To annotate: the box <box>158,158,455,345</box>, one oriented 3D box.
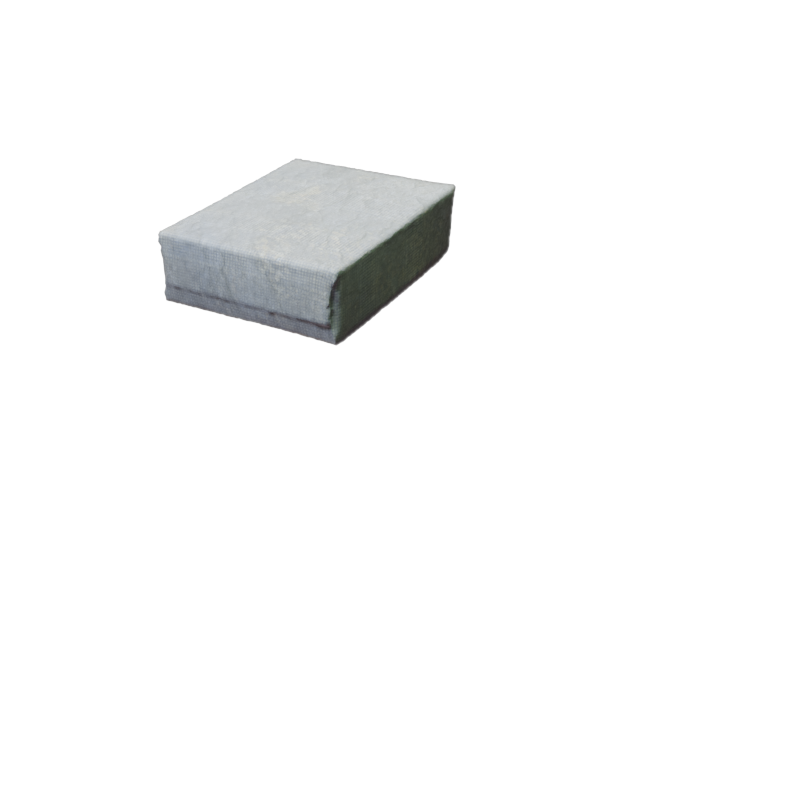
[{"bbox_3d":[-0.039,-0.071,0.499,0.094,0.037,0.115,15,31,25],"label":"box"}]
